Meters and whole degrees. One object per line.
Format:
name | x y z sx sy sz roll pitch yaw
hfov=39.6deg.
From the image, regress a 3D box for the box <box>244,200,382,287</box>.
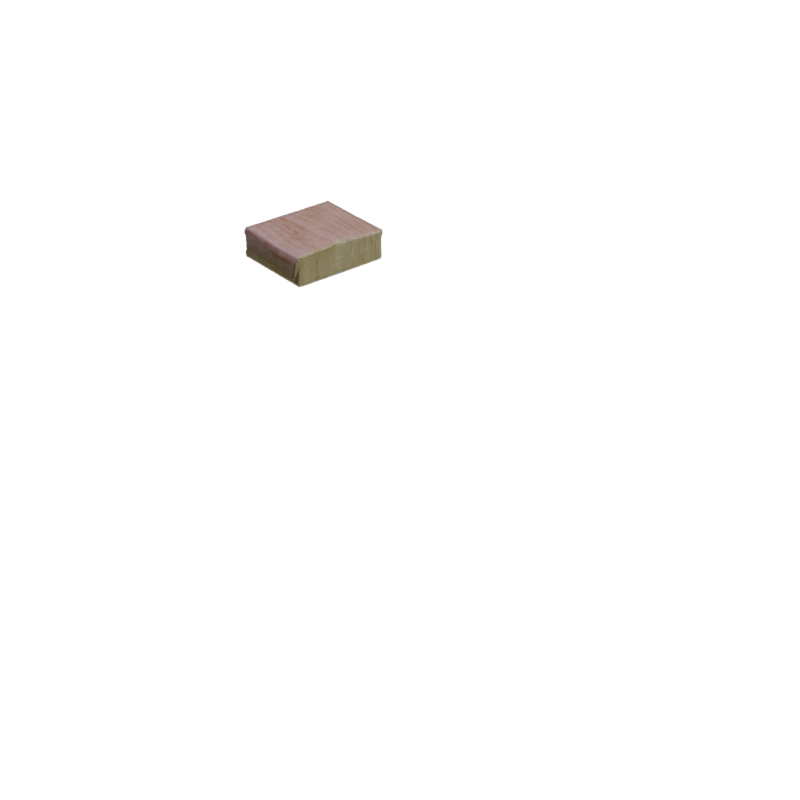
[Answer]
box | -0.071 -0.129 0.905 0.088 0.028 0.078 -23 38 -33
